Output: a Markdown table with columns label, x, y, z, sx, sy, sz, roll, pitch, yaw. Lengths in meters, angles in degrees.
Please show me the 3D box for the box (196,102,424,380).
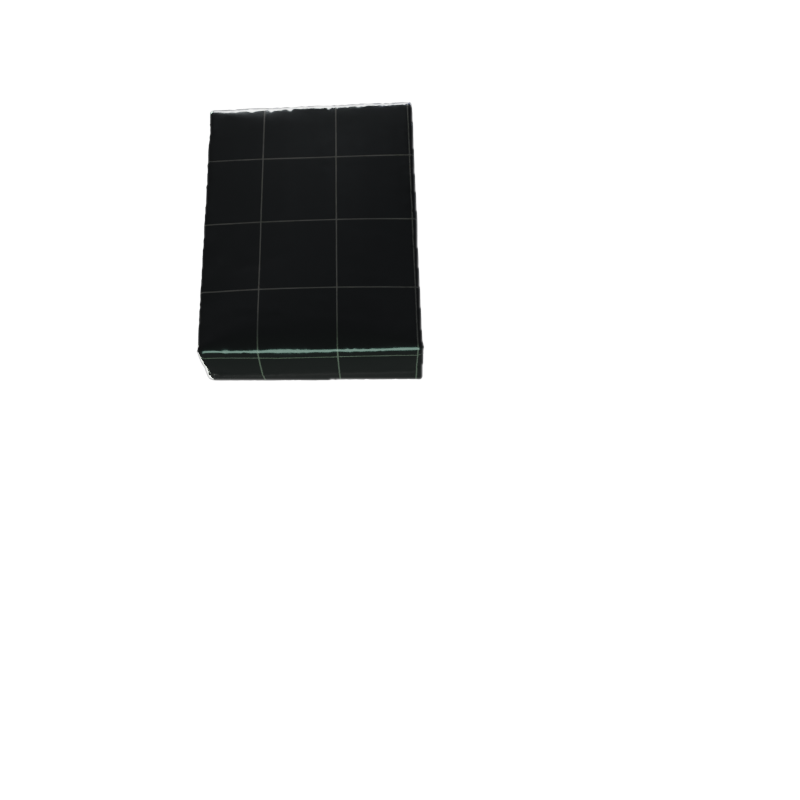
| label | x | y | z | sx | sy | sz | roll | pitch | yaw |
| --- | --- | --- | --- | --- | --- | --- | --- | --- | --- |
| box | -0.067 | -0.123 | 0.862 | 0.165 | 0.227 | 0.067 | -2 | -27 | 2 |
